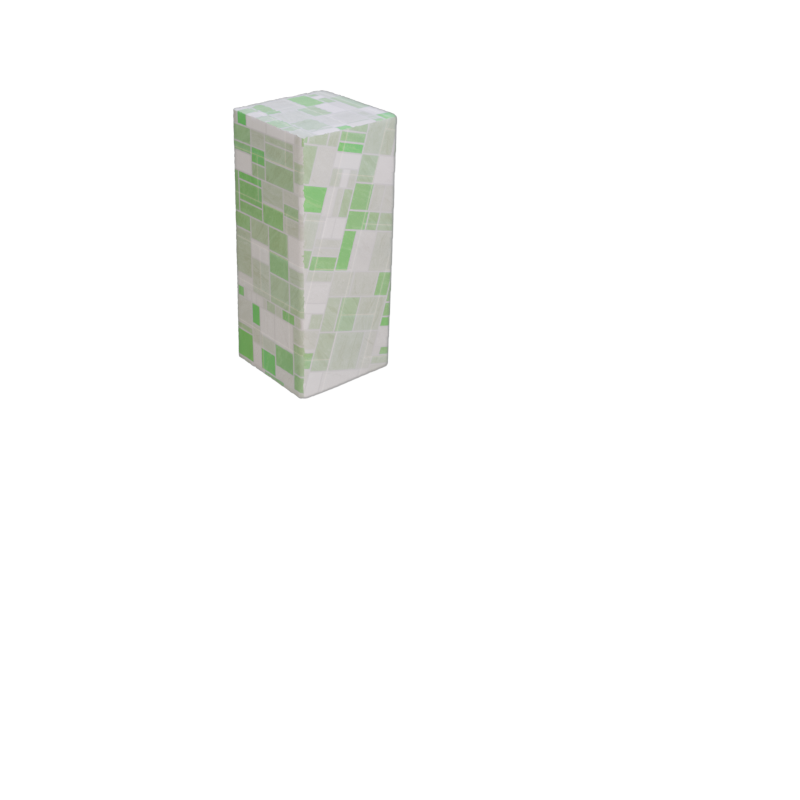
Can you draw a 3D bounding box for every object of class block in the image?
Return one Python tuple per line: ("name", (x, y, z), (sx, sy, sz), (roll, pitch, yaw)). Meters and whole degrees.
("block", (-0.066, -0.121, 0.846), (0.089, 0.196, 0.097), (-18, 32, -36))
